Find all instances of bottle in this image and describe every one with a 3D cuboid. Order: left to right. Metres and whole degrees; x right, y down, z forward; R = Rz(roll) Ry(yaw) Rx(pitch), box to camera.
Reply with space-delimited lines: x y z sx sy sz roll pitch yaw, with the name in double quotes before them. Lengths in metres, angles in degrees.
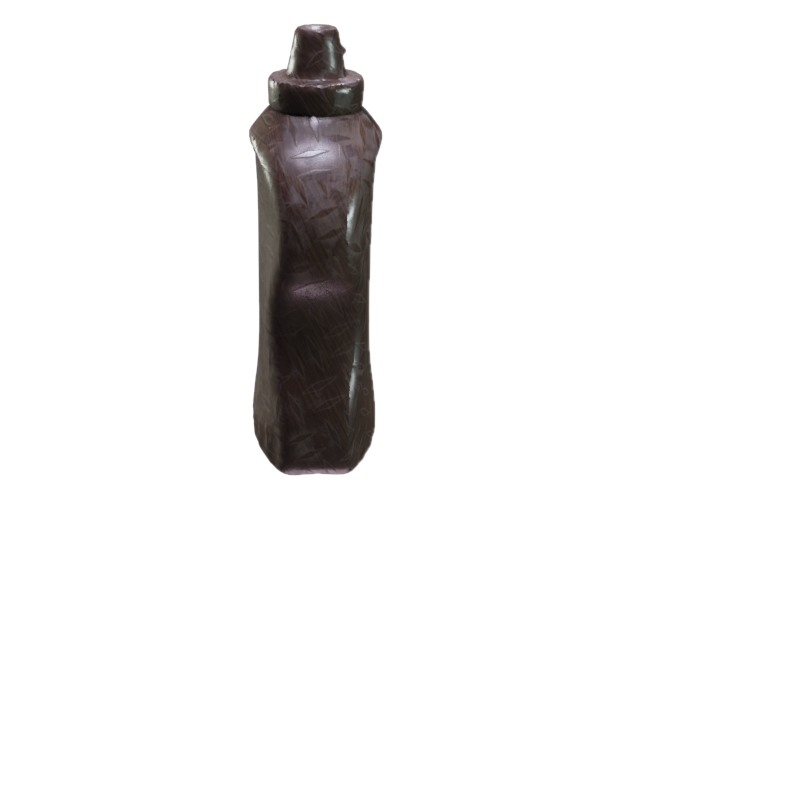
"bottle" -0.038 -0.071 0.497 0.058 0.183 0.101 0 23 -3
